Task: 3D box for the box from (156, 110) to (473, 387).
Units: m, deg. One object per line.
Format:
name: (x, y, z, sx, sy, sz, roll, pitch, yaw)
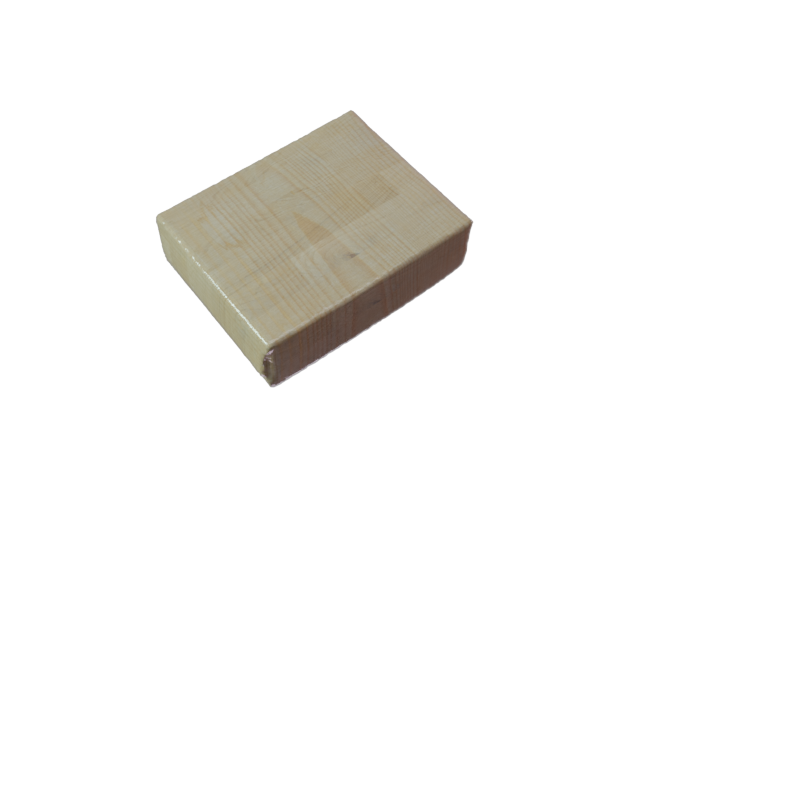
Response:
box: (-0.039, -0.071, 0.500, 0.114, 0.096, 0.036, -32, -30, -21)
